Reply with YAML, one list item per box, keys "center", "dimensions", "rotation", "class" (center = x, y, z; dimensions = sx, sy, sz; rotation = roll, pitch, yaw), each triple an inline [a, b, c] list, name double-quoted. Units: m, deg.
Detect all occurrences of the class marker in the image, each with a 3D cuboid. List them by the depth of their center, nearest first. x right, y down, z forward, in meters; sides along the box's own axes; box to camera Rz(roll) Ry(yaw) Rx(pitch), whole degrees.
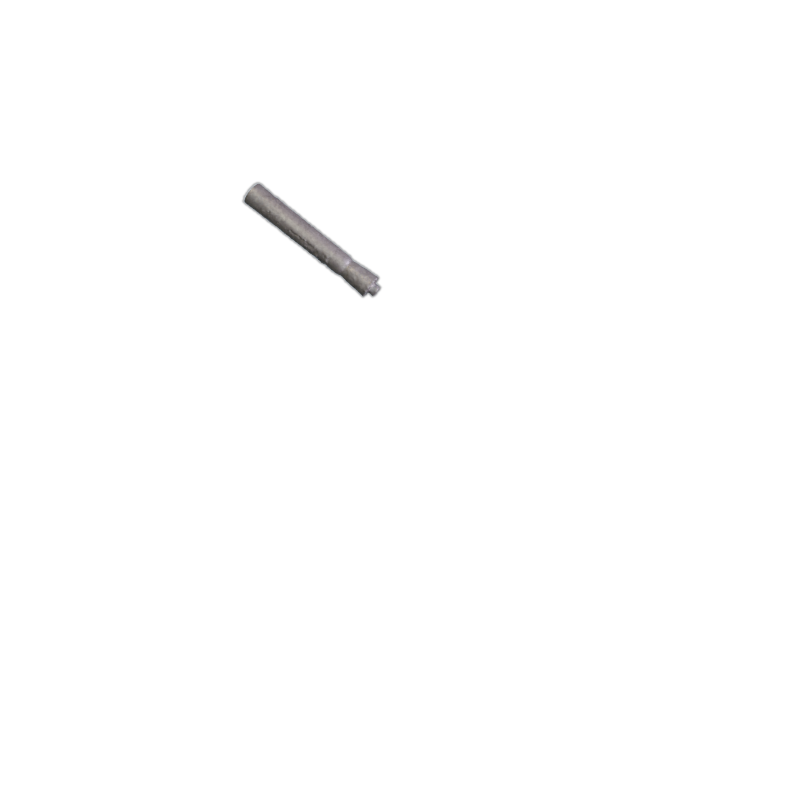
- center: [-0.064, -0.117, 0.817]
  dimensions: [0.124, 0.019, 0.019]
  rotation: [39, 11, 11]
  class: "marker"
